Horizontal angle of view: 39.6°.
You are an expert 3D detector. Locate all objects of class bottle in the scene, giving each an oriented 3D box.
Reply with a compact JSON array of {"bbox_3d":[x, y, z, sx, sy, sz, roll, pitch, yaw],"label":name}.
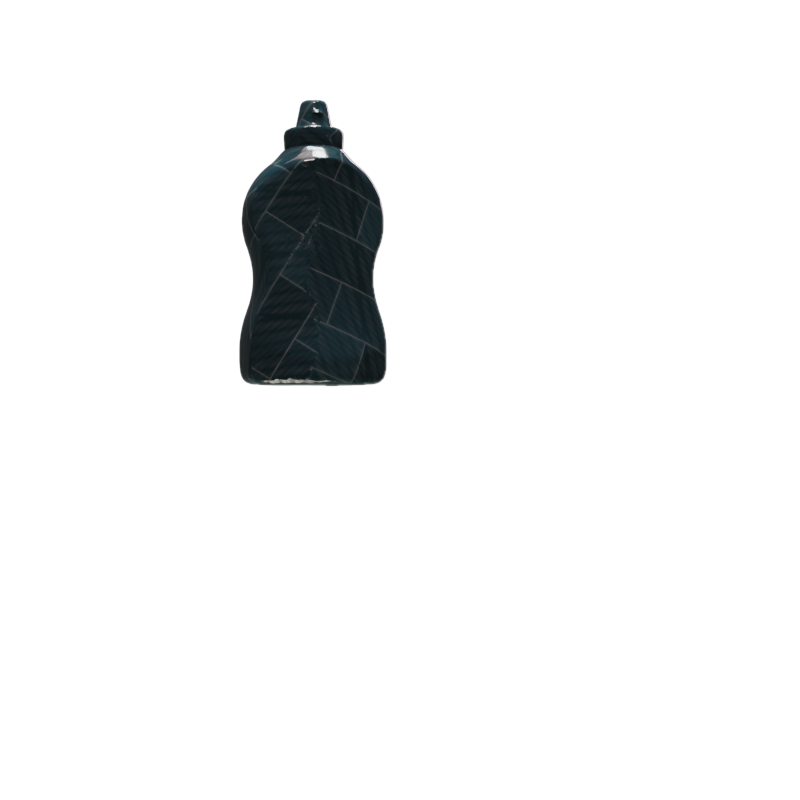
[{"bbox_3d":[-0.058,-0.106,0.745,0.094,0.195,0.059,2,-8,-18],"label":"bottle"}]
